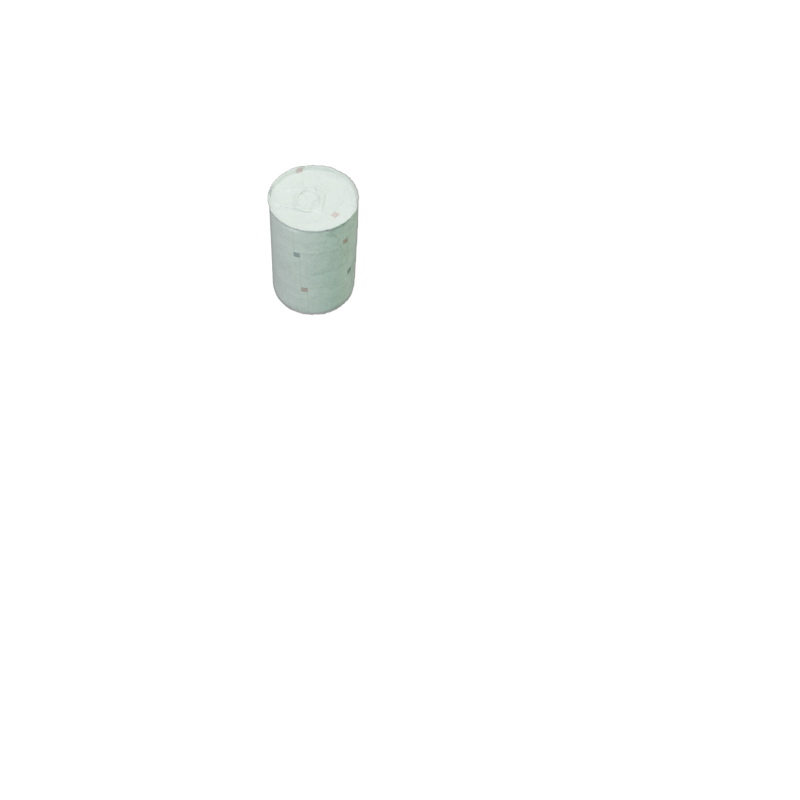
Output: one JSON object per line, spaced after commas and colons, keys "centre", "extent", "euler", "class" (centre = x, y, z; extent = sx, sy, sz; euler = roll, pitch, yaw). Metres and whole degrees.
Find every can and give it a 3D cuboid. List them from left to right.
{"centre": [-0.067, -0.122, 0.858], "extent": [0.068, 0.073, 0.095], "euler": [0, -37, -3], "class": "can"}
